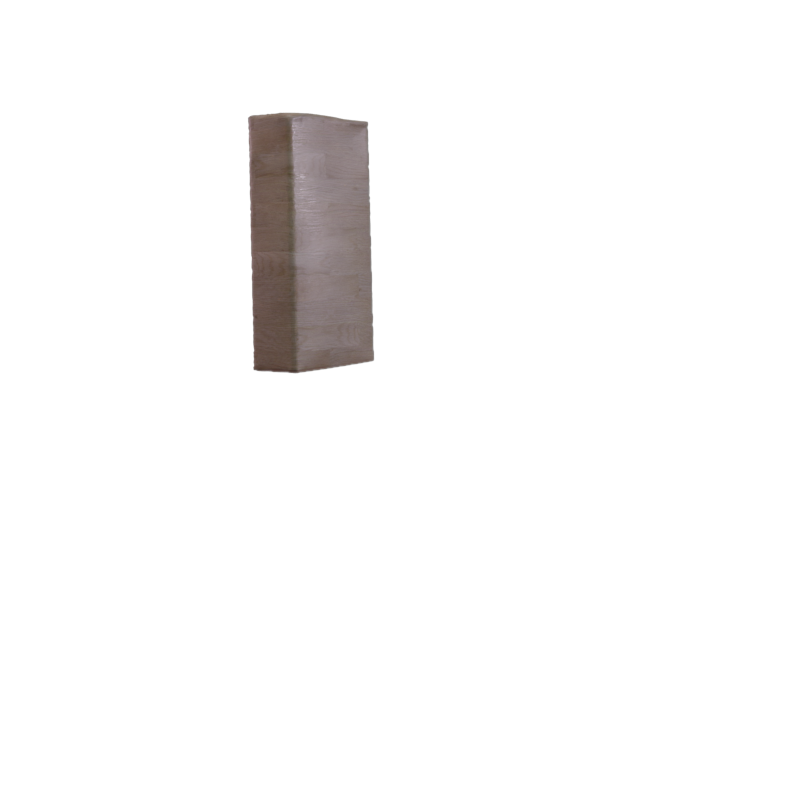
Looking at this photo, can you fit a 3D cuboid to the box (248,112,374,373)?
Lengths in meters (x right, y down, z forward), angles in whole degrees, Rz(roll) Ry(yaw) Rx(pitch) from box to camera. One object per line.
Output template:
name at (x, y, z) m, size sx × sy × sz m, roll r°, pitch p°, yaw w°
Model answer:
box at (-0.061, -0.112, 0.783) m, size 0.050 × 0.175 × 0.090 m, roll 2°, pitch 4°, yaw 36°
